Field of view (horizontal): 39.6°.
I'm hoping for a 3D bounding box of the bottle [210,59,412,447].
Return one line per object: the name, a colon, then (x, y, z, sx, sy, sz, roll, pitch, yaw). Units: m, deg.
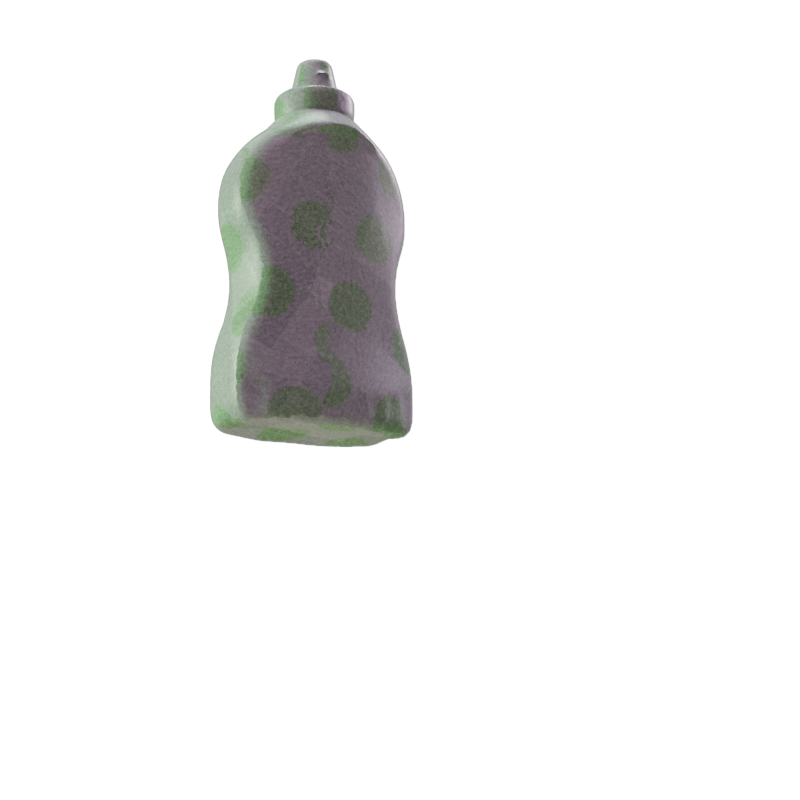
bottle: (-0.042, -0.078, 0.543, 0.092, 0.200, 0.058, 8, -20, -28)
